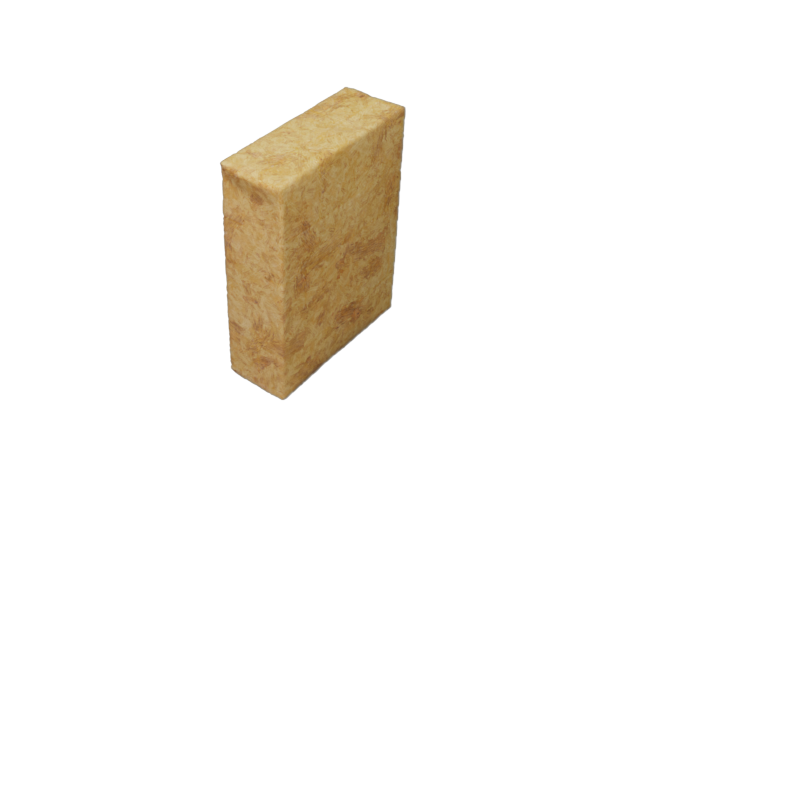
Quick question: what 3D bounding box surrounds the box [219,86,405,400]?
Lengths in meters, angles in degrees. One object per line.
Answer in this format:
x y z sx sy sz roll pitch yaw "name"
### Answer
-0.073 -0.133 0.933 0.076 0.200 0.166 25 44 25 "box"
